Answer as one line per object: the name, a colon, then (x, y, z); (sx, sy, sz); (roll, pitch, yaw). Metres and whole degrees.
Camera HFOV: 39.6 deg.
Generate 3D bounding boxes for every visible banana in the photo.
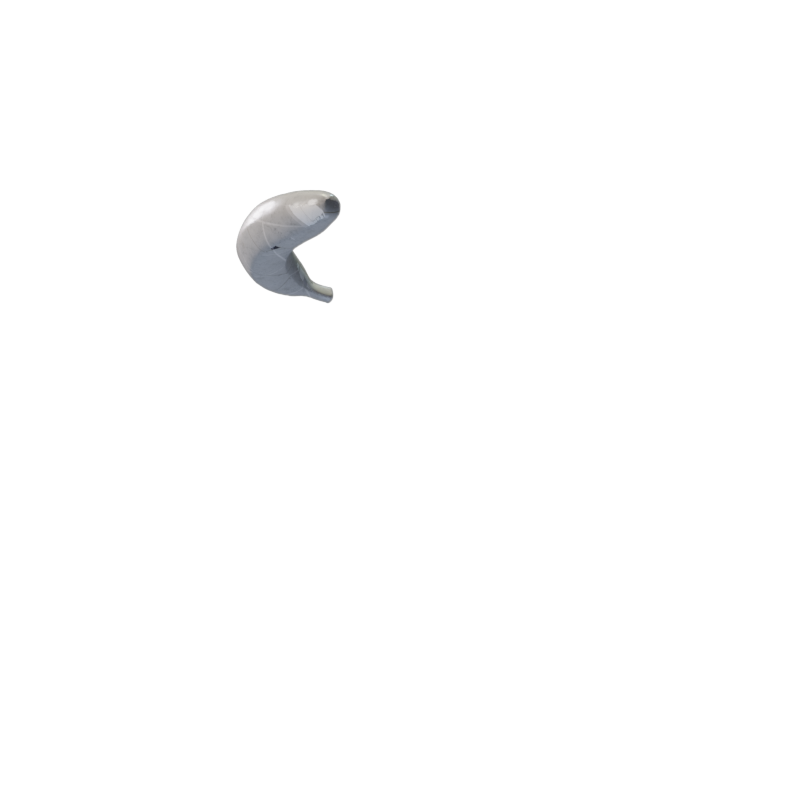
banana: (-0.078, -0.107, 0.754); (0.069, 0.038, 0.192); (0, -10, -4)
